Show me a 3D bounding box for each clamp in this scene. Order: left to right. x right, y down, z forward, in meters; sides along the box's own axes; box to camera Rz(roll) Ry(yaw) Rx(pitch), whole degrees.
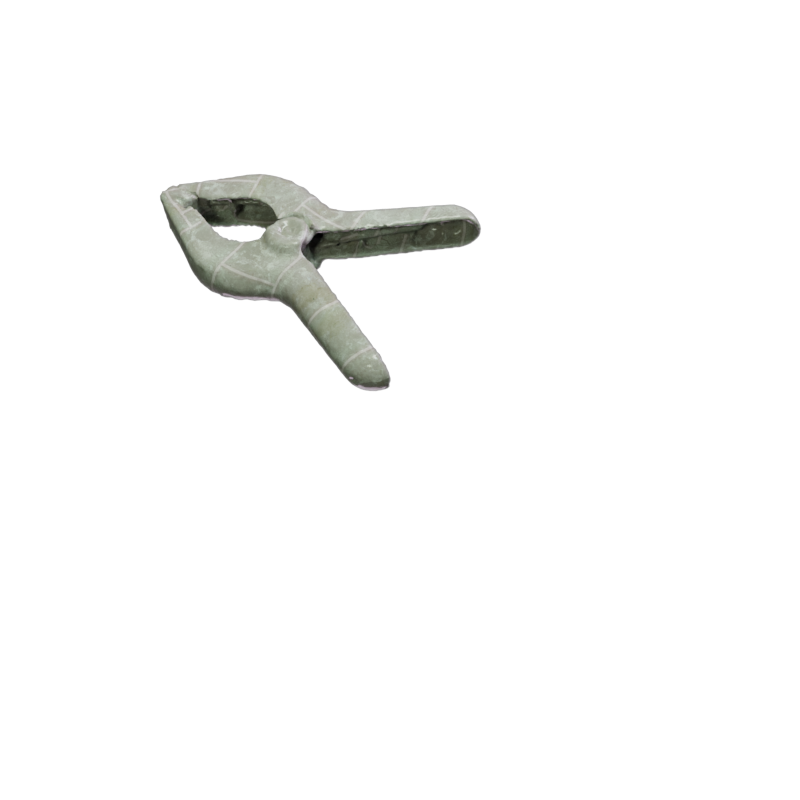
[{"bbox_3d":[-0.046,-0.084,0.591,0.181,0.036,0.122,30,55,23],"label":"clamp"}]
